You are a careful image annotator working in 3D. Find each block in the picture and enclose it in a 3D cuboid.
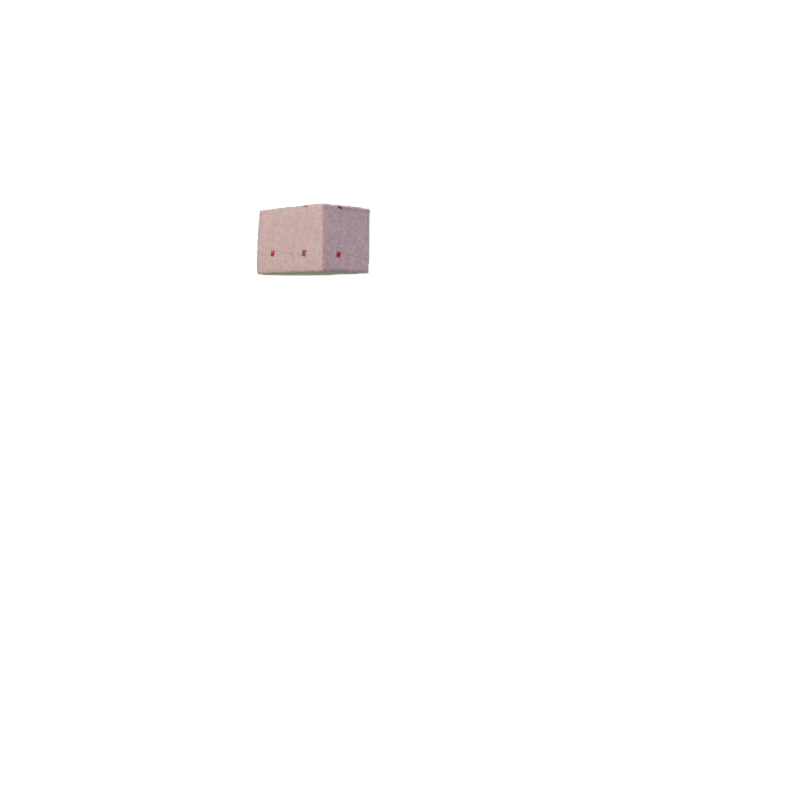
[{"bbox_3d":[-0.068,-0.124,0.869,0.051,0.051,0.081,0,1,-45],"label":"block"}]
